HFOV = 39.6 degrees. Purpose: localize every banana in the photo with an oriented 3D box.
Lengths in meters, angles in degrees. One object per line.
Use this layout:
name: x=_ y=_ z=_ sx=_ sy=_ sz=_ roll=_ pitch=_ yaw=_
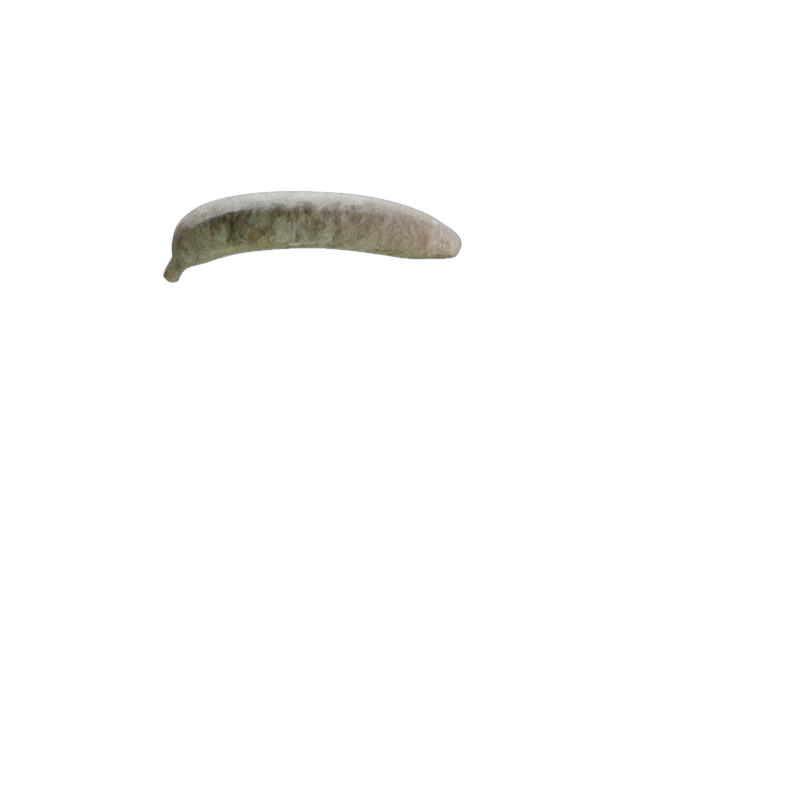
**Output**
banana: x=-0.062 y=-0.107 z=0.703 sx=0.199 sy=0.038 sz=0.066 roll=-2 pitch=-17 yaw=8
